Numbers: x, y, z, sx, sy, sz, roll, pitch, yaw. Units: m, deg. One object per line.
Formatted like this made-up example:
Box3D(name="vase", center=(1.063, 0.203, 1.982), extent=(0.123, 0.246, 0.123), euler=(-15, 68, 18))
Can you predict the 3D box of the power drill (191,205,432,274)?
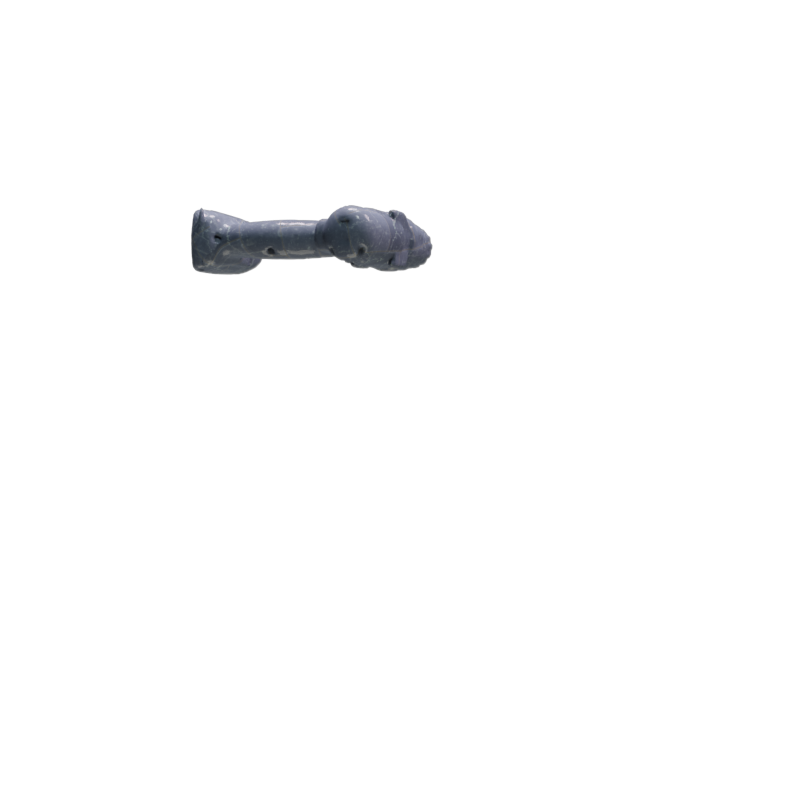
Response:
Box3D(name="power drill", center=(-0.078, -0.142, 0.993), extent=(0.192, 0.058, 0.178), euler=(0, 1, 21))
